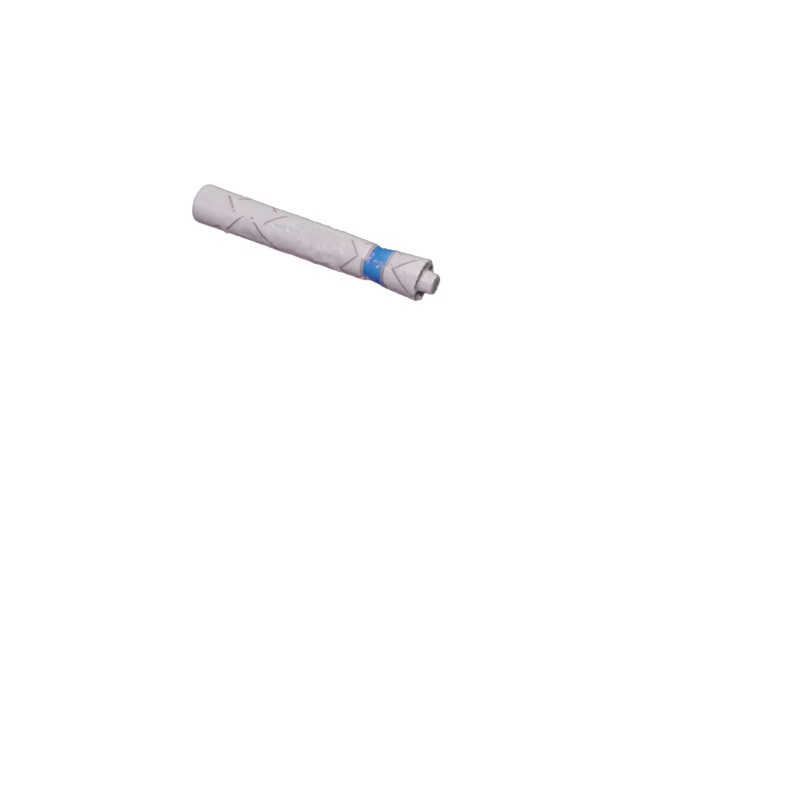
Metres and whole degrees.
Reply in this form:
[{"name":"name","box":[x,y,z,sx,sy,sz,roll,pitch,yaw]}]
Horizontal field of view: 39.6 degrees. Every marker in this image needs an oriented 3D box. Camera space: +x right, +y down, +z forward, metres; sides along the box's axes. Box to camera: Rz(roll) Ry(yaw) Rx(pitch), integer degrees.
[{"name":"marker","box":[-0.039,-0.070,0.493,0.127,0.019,0.019,22,12,24]}]
